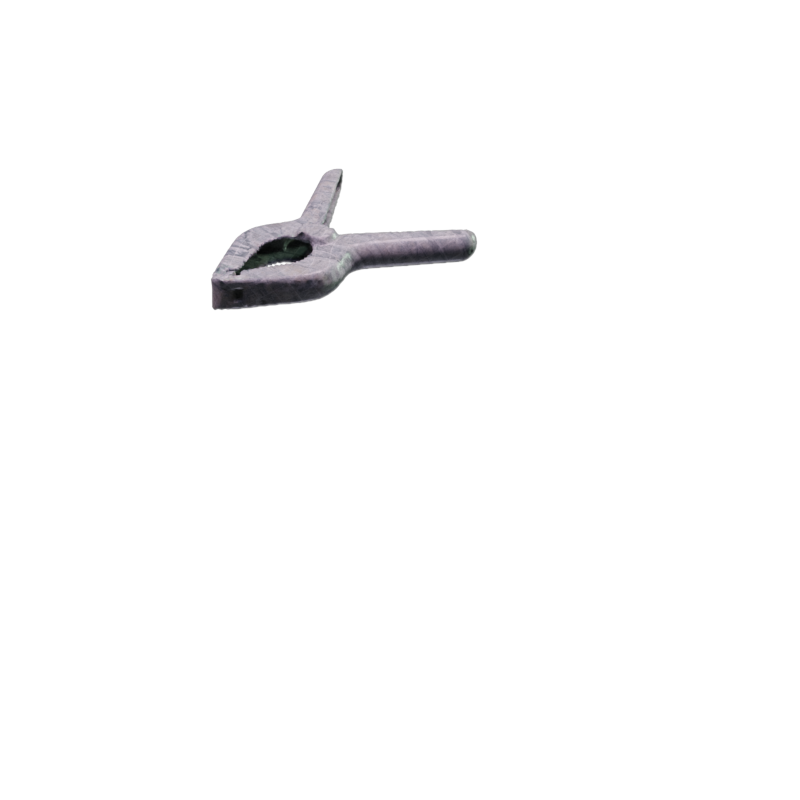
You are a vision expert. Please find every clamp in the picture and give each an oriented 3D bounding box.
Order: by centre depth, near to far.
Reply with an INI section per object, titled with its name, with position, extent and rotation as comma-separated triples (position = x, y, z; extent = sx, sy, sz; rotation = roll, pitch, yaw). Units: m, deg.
[clamp]
position = -0.068, -0.125, 0.874
extent = 0.208, 0.034, 0.177
rotation = -24, 42, -30
